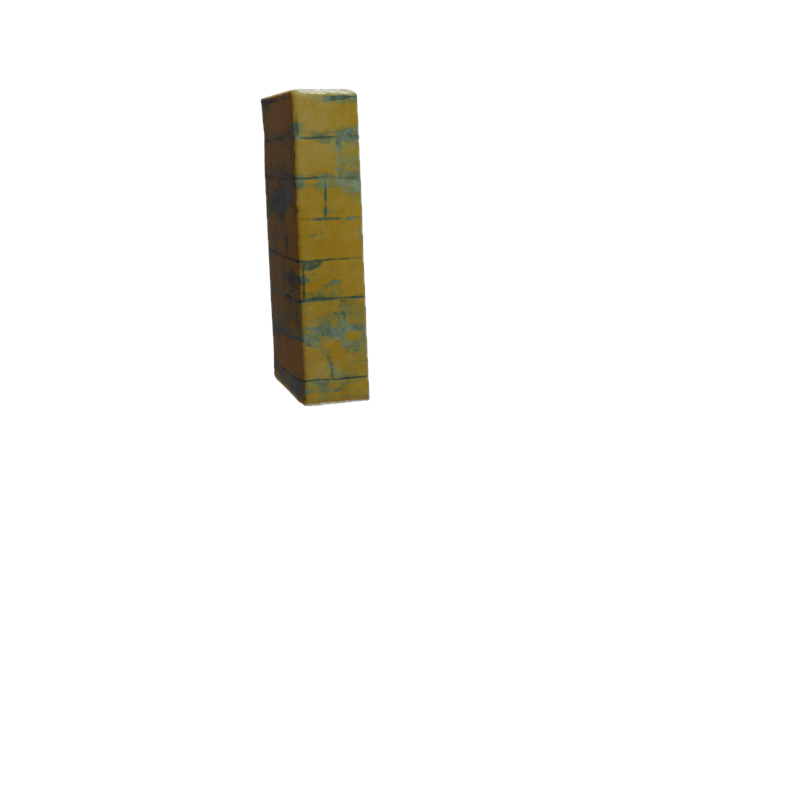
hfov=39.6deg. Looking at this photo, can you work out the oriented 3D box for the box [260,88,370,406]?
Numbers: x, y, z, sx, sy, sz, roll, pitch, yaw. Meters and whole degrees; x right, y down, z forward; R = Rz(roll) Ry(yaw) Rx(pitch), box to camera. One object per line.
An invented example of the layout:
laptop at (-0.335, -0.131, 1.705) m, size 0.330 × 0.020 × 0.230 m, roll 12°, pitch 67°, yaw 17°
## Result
box at (-0.051, -0.094, 0.655) m, size 0.047 × 0.174 × 0.097 m, roll -1°, pitch 7°, yaw -16°
